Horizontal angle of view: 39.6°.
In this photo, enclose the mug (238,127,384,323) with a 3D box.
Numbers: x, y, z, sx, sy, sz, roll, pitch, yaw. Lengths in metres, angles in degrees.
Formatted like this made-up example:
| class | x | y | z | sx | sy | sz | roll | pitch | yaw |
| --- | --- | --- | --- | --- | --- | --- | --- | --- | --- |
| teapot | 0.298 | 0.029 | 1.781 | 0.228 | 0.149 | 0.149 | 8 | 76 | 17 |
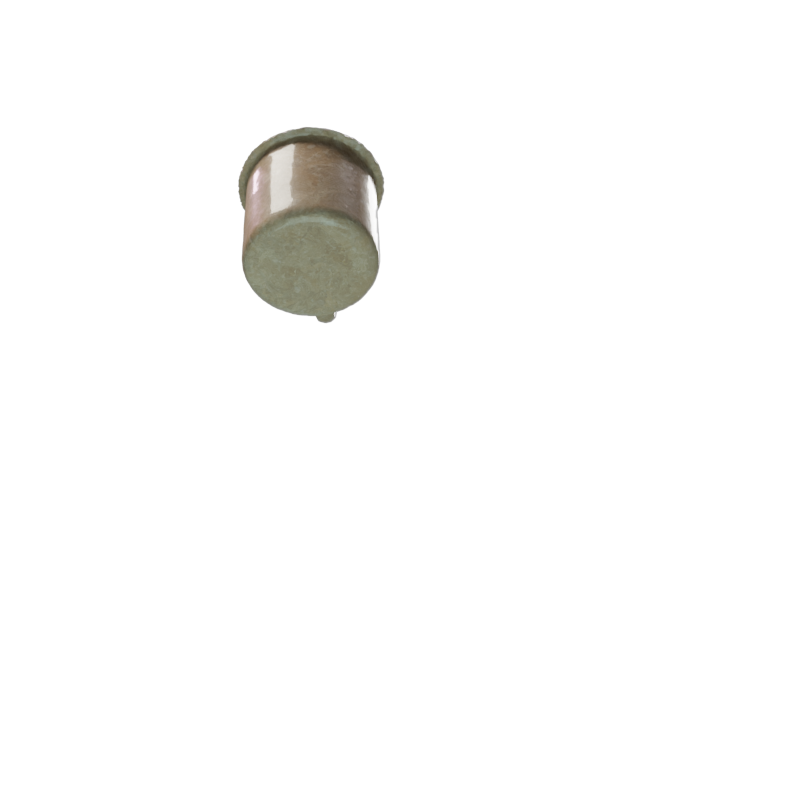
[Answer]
| class | x | y | z | sx | sy | sz | roll | pitch | yaw |
| --- | --- | --- | --- | --- | --- | --- | --- | --- | --- |
| mug | -0.054 | -0.098 | 0.684 | 0.093 | 0.109 | 0.087 | -4 | 43 | 2 |
